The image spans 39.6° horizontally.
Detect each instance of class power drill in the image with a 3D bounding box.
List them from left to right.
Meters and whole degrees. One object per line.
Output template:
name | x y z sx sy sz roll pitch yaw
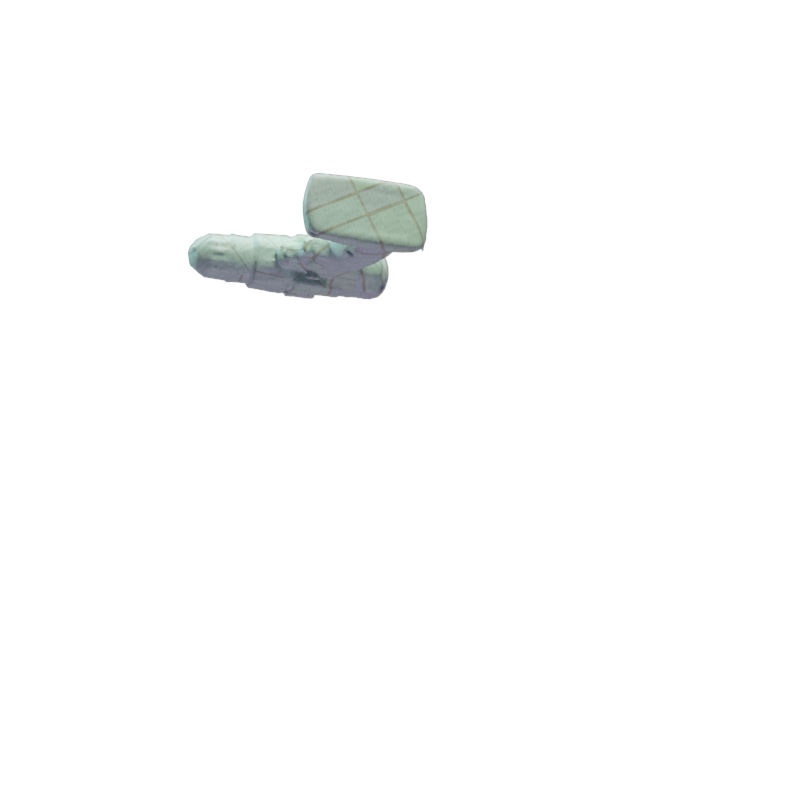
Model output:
power drill | -0.073 -0.134 0.939 0.179 0.059 0.187 4 -10 -20
